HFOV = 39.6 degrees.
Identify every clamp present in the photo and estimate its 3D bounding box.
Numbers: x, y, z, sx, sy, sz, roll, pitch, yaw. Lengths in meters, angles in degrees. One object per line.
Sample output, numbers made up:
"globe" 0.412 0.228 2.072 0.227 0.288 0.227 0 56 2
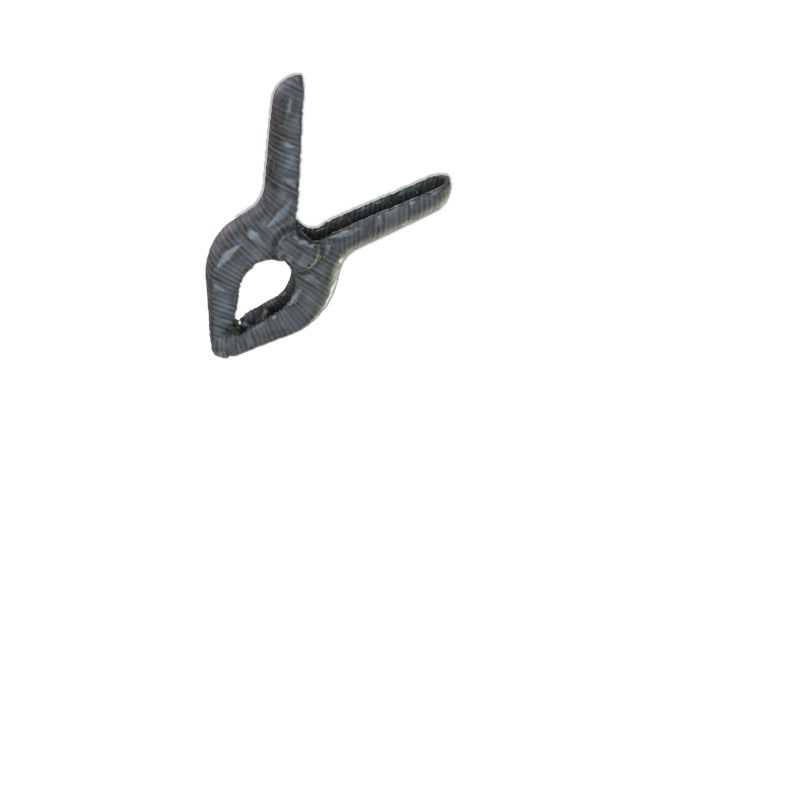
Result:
"clamp" -0.051 -0.094 0.657 0.118 0.167 0.041 26 17 -9
